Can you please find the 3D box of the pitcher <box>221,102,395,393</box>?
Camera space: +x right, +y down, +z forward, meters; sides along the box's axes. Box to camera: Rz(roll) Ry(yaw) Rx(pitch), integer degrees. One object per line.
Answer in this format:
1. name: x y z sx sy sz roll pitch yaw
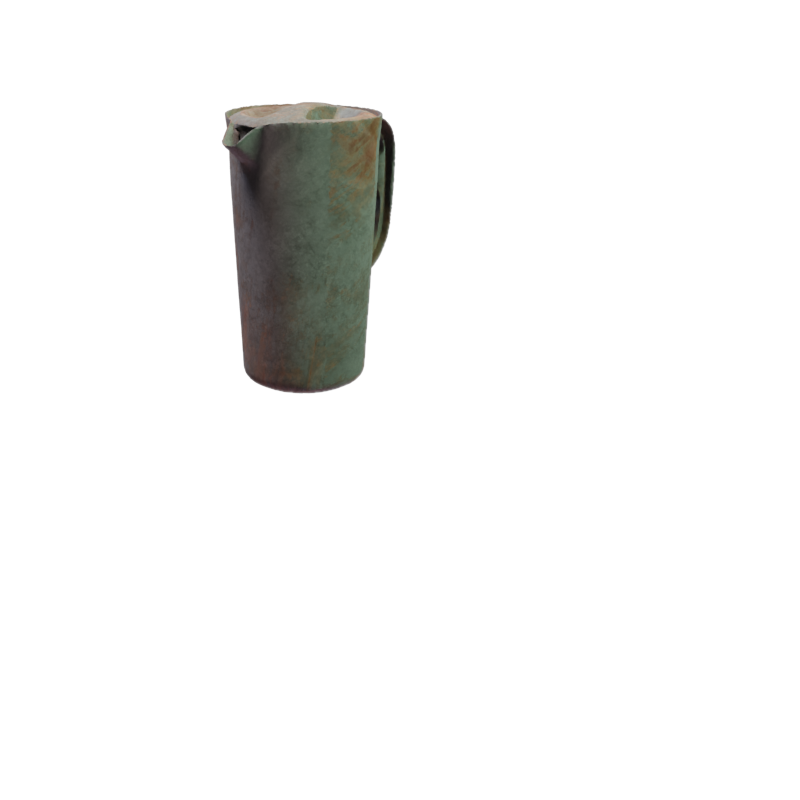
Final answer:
1. pitcher: -0.076 -0.139 0.971 0.149 0.235 0.151 0 16 -2
